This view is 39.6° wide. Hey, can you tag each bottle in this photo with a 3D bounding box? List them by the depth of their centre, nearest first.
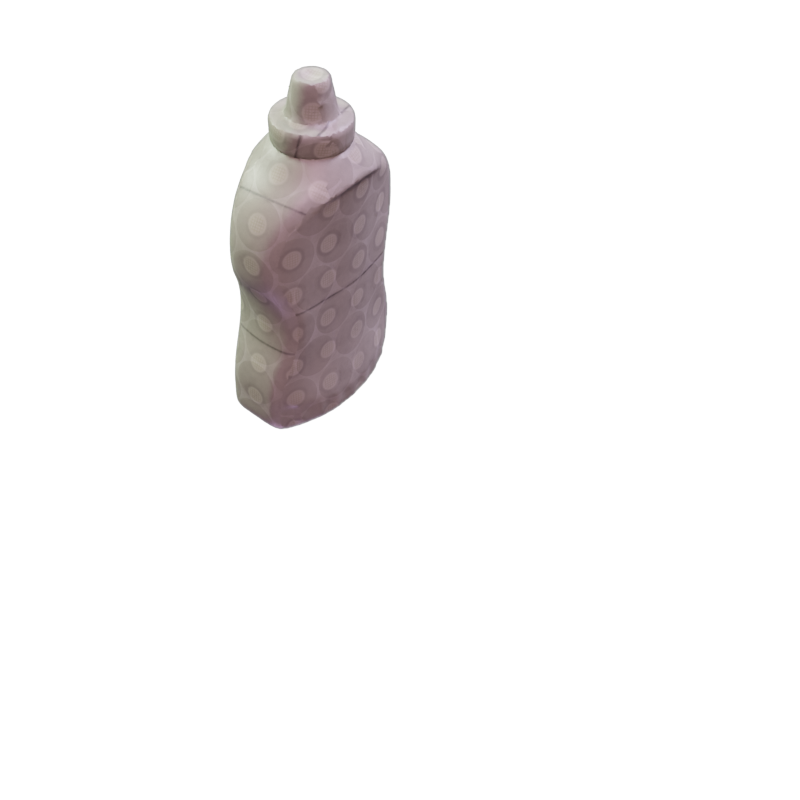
[{"bbox_3d":[-0.044,-0.080,0.559,0.062,0.179,0.097,31,49,27],"label":"bottle"}]
